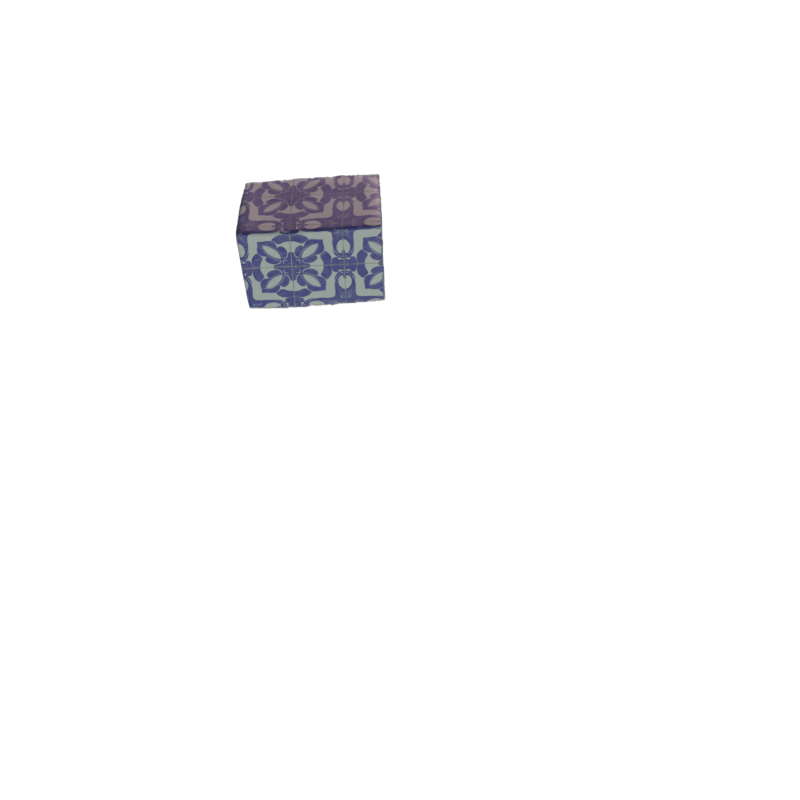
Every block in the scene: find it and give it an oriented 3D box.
[{"bbox_3d":[-0.048,-0.087,0.611,0.078,0.049,0.055,-3,41,1],"label":"block"}]
